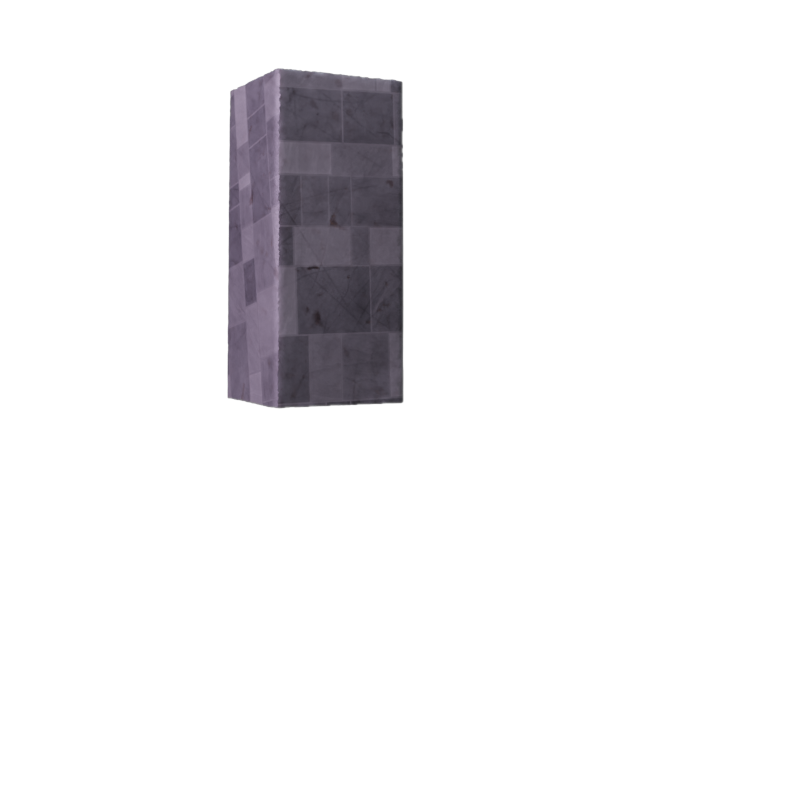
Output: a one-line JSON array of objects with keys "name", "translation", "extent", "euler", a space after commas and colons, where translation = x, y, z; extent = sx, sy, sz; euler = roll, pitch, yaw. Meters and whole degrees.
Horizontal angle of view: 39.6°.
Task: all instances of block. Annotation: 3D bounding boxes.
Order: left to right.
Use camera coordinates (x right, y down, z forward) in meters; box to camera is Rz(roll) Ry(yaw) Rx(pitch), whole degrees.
[{"name": "block", "translation": [-0.057, -0.104, 0.725], "extent": [0.088, 0.208, 0.092], "euler": [1, -2, -27]}]
